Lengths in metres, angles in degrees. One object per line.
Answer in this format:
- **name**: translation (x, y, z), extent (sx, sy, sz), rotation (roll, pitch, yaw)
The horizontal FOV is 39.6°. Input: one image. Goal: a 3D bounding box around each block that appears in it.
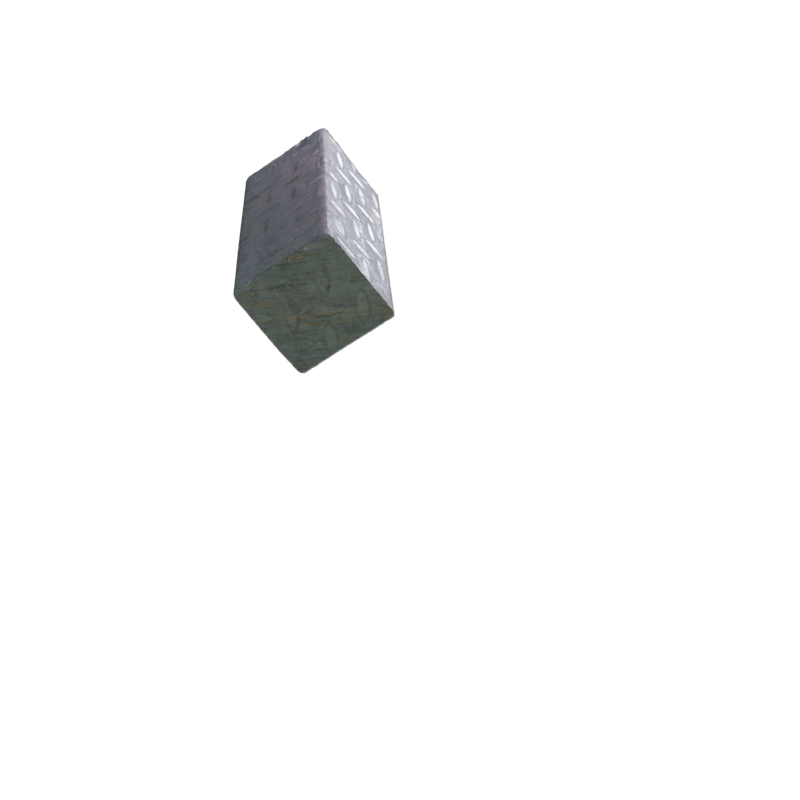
- **block**: translation (-0.071, -0.130, 0.906), extent (0.090, 0.085, 0.220), rotation (-32, 29, 16)
